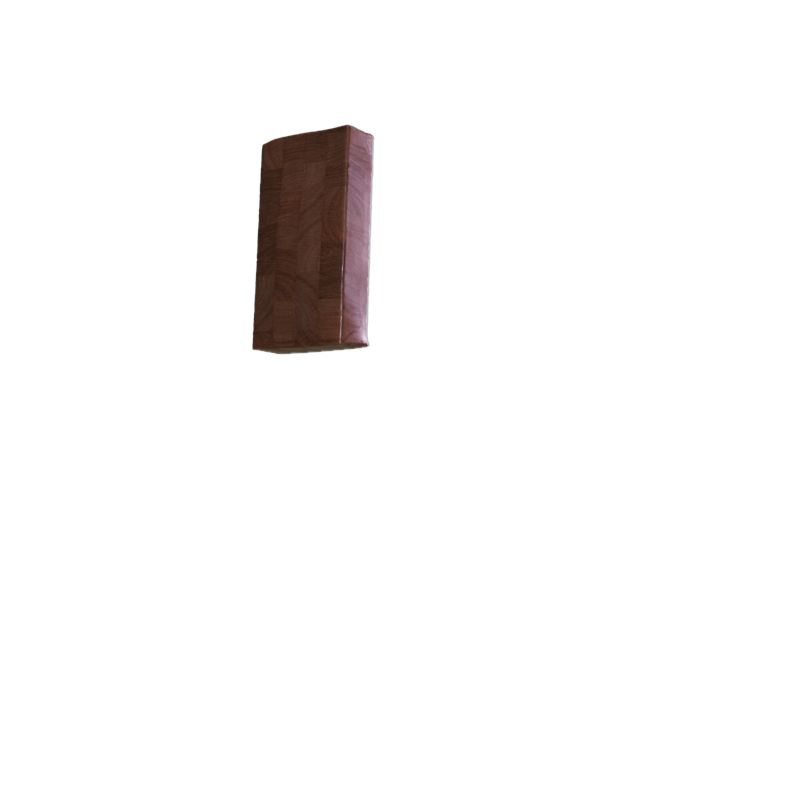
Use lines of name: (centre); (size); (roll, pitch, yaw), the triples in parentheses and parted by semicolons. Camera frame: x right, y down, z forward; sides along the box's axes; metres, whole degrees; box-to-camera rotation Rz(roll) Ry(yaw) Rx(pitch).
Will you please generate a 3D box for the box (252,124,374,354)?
box: (-0.070, -0.128, 0.896); (0.096, 0.181, 0.046); (-7, -11, 35)
